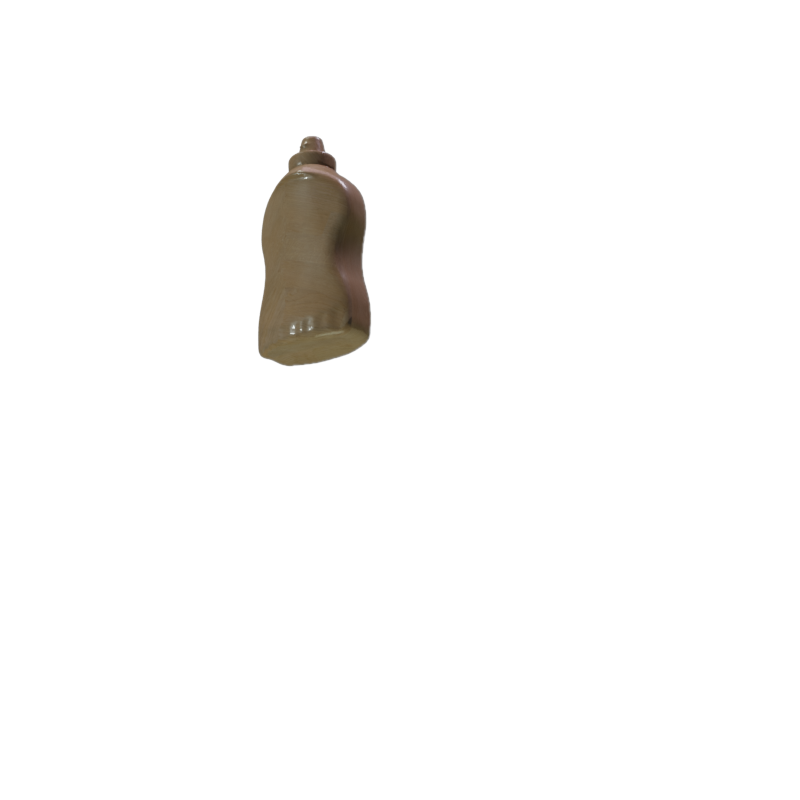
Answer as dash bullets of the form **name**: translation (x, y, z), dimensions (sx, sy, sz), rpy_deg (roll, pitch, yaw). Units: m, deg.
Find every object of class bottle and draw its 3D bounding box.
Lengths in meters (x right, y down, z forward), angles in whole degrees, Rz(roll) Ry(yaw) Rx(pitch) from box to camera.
- **bottle**: translation (-0.072, -0.130, 0.910), dimensions (0.097, 0.202, 0.055), rpy_deg (-20, -29, 36)
